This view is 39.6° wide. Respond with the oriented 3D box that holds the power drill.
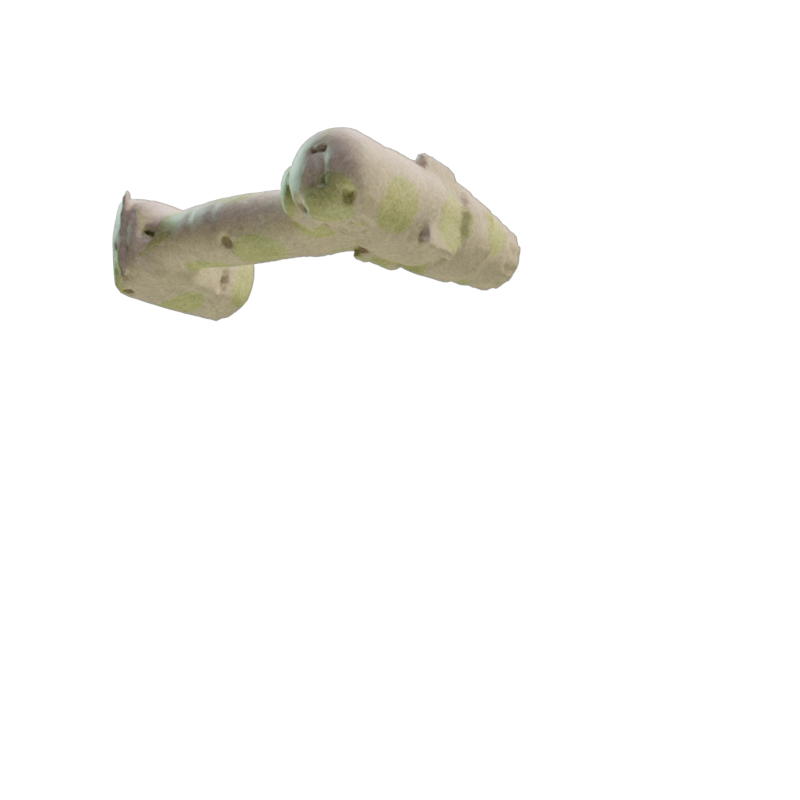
[{"bbox_3d":[-0.047,-0.086,0.604,0.192,0.060,0.173,-9,-16,32],"label":"power drill"}]
